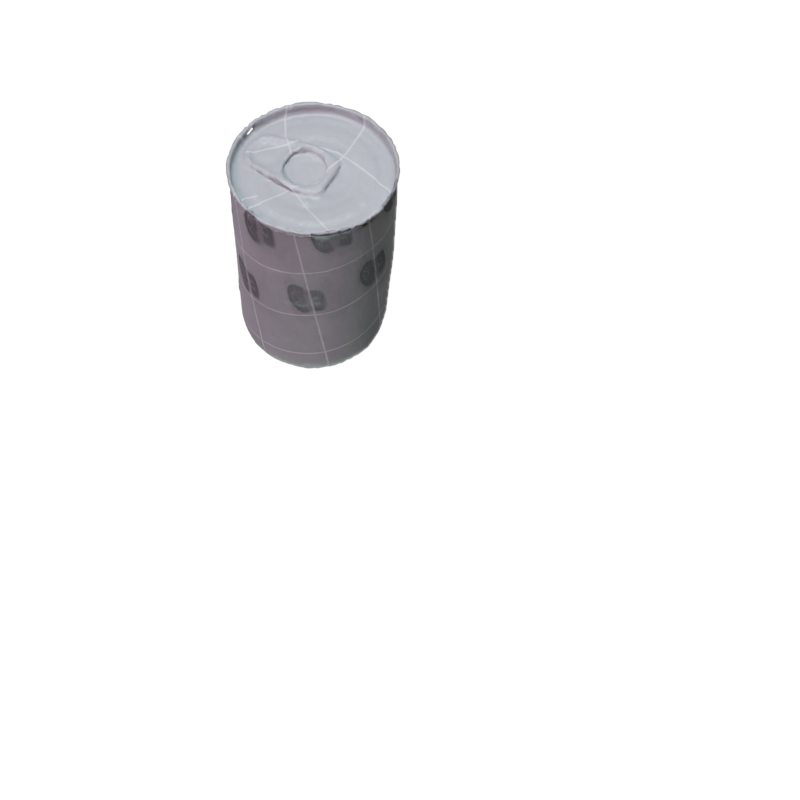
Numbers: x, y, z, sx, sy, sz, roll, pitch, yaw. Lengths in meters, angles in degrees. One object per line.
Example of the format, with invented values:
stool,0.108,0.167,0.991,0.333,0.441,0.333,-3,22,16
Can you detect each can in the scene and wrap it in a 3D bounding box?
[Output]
can,-0.037,-0.067,0.471,0.068,0.073,0.096,0,-32,-3
